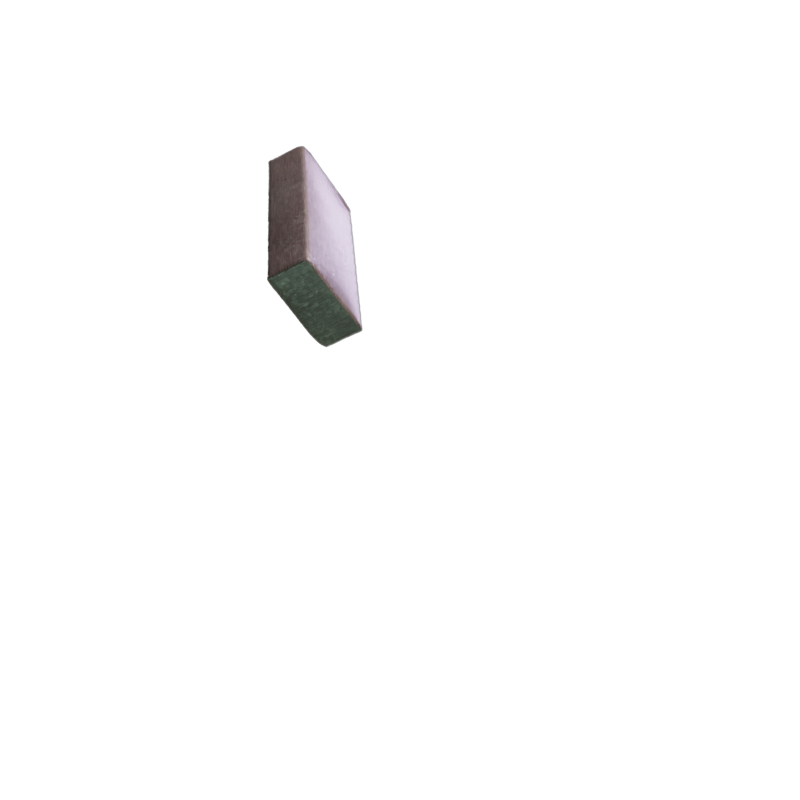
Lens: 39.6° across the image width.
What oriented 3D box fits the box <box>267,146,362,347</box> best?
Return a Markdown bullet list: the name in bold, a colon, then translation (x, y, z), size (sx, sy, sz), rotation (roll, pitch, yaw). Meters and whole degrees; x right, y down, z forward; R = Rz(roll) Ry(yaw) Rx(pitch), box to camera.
- **box**: translation (-0.076, -0.139, 0.973), size (0.048, 0.189, 0.086), rotation (-24, -50, 18)
